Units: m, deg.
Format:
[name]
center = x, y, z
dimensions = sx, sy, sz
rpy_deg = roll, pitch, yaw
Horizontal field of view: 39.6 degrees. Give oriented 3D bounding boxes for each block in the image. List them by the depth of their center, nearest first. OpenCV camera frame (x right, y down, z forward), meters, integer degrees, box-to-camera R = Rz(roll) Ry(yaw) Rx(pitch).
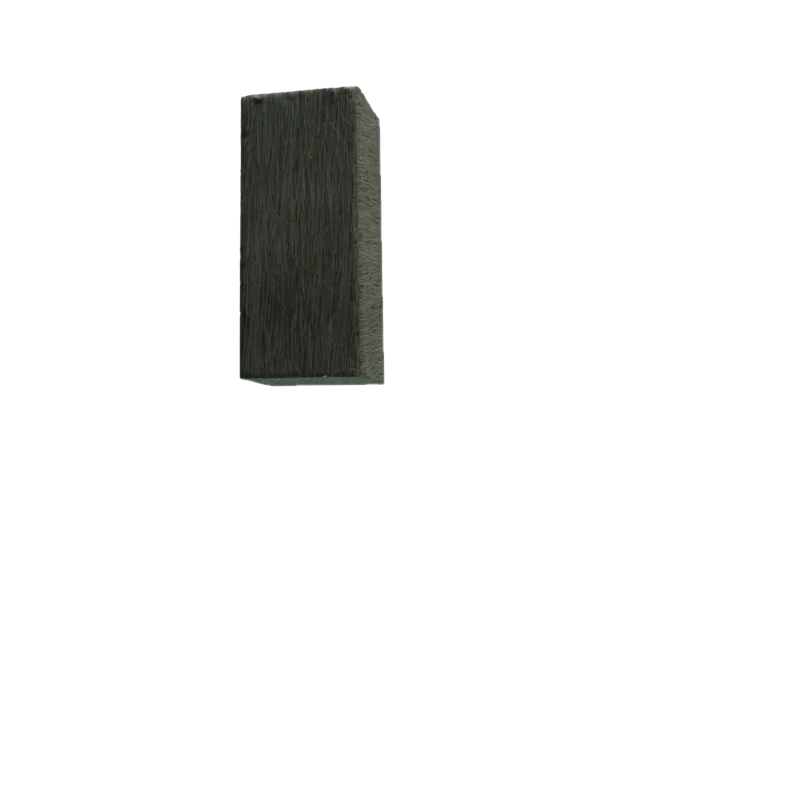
[block]
center = -0.064, -0.117, 0.819
dimensions = 0.092, 0.211, 0.087
rpy_deg = -3, -10, 12
